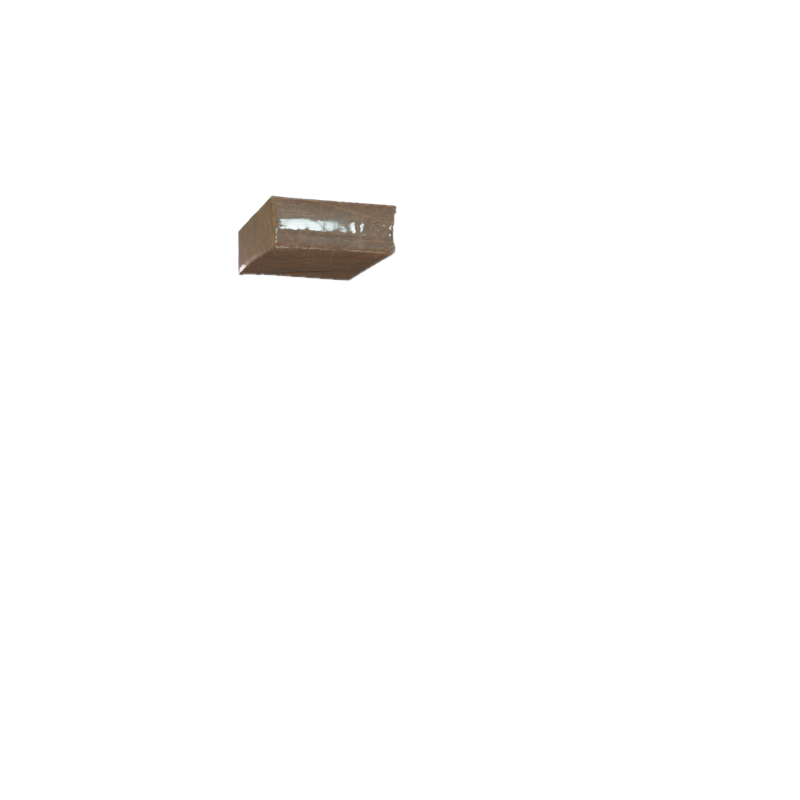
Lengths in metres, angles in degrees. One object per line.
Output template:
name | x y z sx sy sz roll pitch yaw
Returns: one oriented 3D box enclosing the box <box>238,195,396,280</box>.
box | -0.062 -0.114 0.796 0.088 0.040 0.114 1 -4 -18
